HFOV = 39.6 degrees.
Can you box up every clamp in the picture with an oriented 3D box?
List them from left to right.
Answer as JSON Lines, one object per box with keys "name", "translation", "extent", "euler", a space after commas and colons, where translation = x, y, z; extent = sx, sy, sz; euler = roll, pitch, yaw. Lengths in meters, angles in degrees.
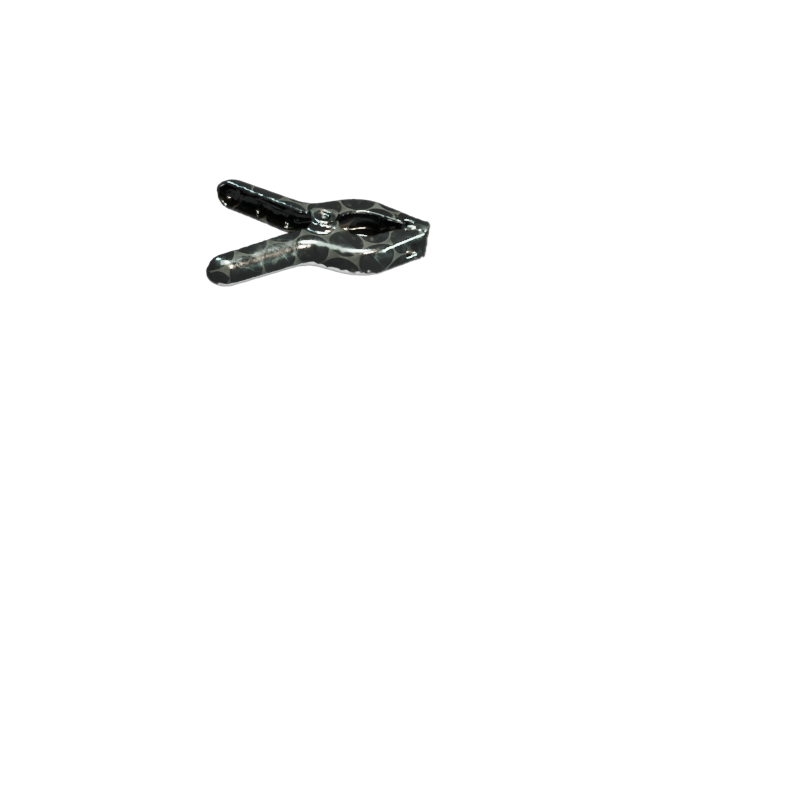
{"name": "clamp", "translation": [-0.065, -0.119, 0.835], "extent": [0.173, 0.128, 0.036], "euler": [6, -44, 5]}
